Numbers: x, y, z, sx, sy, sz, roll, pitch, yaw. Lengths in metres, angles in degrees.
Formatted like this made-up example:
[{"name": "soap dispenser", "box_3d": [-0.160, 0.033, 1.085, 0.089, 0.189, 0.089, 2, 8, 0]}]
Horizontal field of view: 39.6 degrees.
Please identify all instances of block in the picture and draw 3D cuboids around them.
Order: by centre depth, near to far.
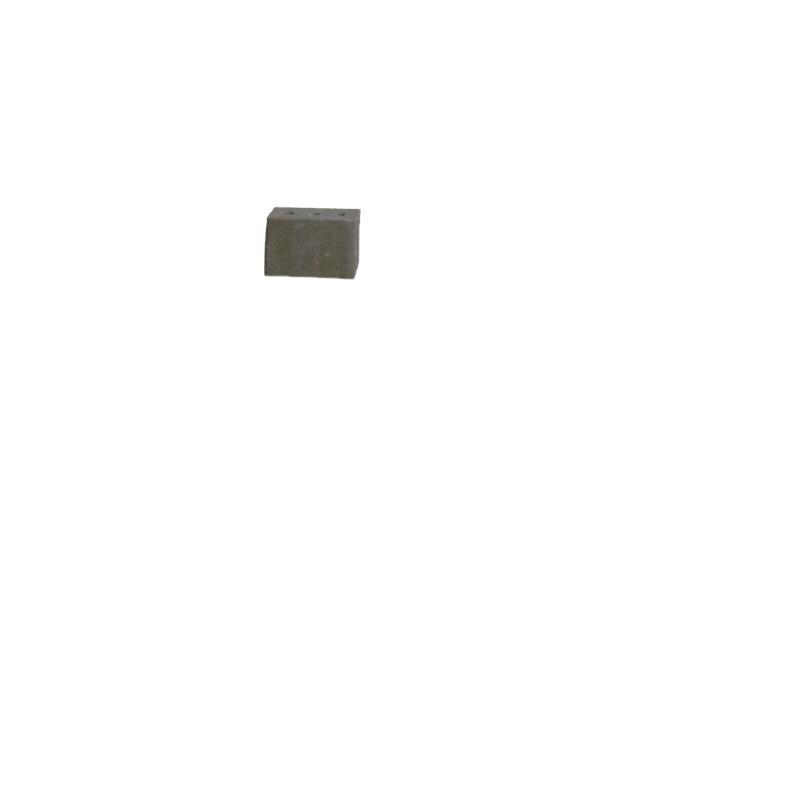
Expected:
[{"name": "block", "box_3d": [-0.074, -0.135, 0.945, 0.078, 0.049, 0.054, 2, 18, 5]}]
